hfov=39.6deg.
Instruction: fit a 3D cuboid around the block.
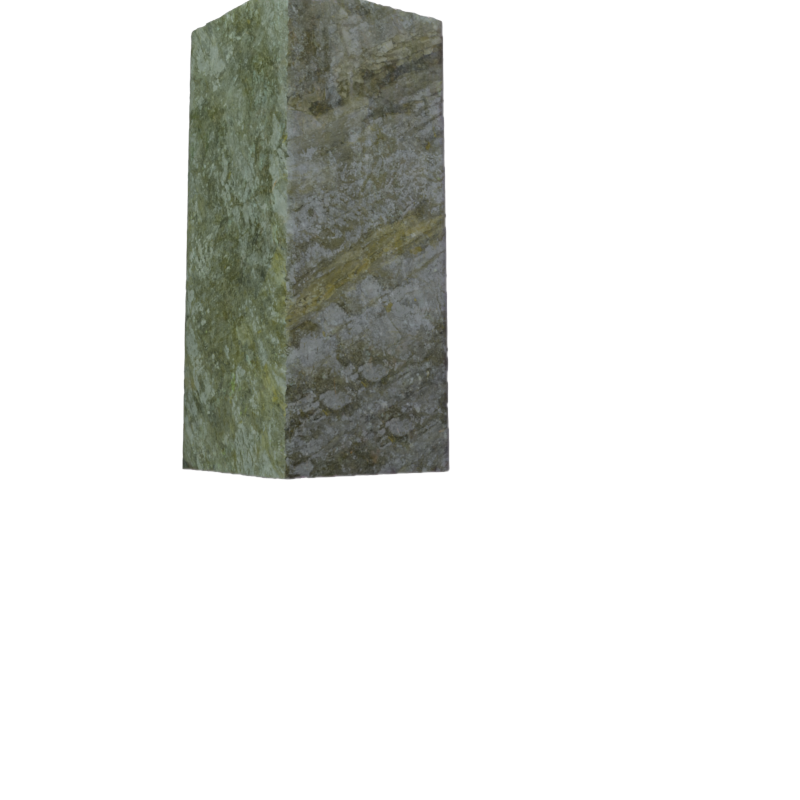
[{"bbox_3d":[-0.040,-0.073,0.510,0.087,0.210,0.092,5,-9,-37],"label":"block"}]
